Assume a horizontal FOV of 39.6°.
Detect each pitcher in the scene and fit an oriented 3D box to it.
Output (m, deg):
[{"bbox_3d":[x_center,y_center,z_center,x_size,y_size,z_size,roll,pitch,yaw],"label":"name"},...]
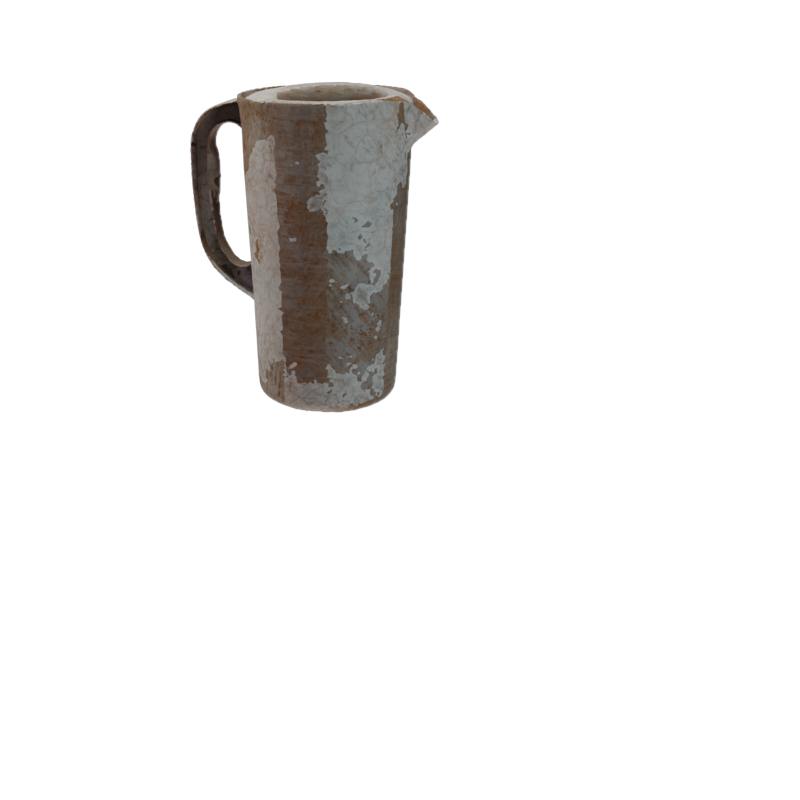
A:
[{"bbox_3d":[-0.067,-0.122,0.851,0.141,0.235,0.158,-10,20,-34],"label":"pitcher"}]
